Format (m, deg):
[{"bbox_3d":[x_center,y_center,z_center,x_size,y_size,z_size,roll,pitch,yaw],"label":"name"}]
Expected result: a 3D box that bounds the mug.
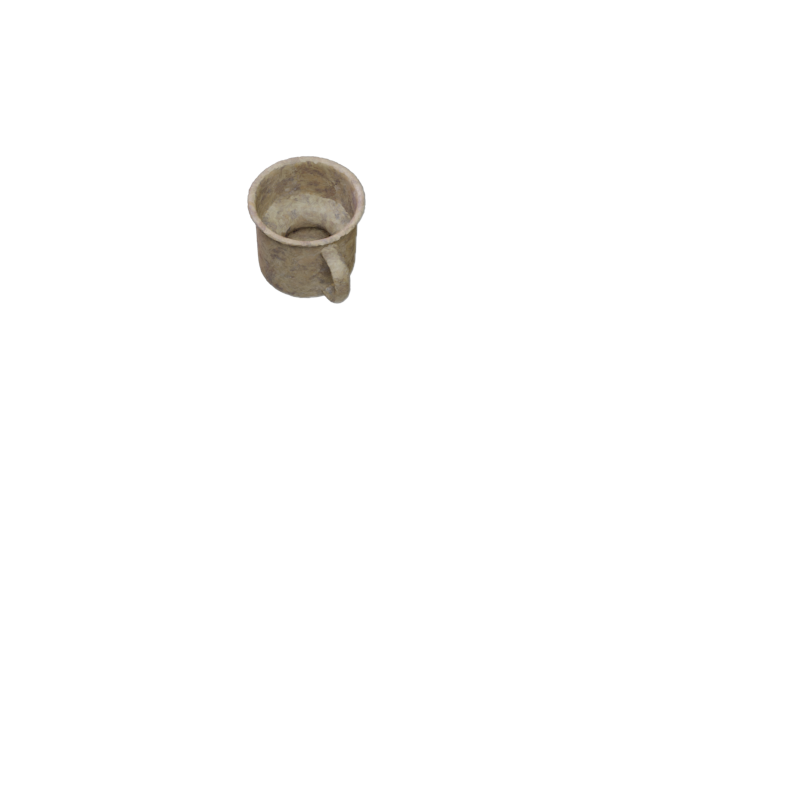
[{"bbox_3d":[-0.070,-0.127,0.891,0.093,0.126,0.076,-23,-31,-17],"label":"mug"}]
